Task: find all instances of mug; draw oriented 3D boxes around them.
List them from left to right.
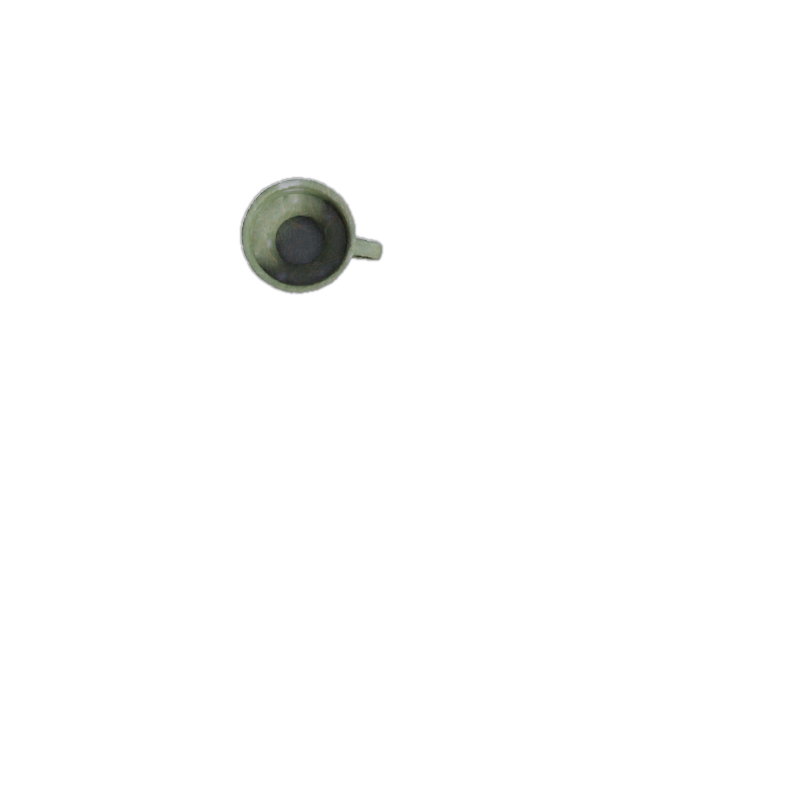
[{"bbox_3d":[-0.073,-0.133,0.933,0.117,0.094,0.081,6,-2,-1],"label":"mug"}]
